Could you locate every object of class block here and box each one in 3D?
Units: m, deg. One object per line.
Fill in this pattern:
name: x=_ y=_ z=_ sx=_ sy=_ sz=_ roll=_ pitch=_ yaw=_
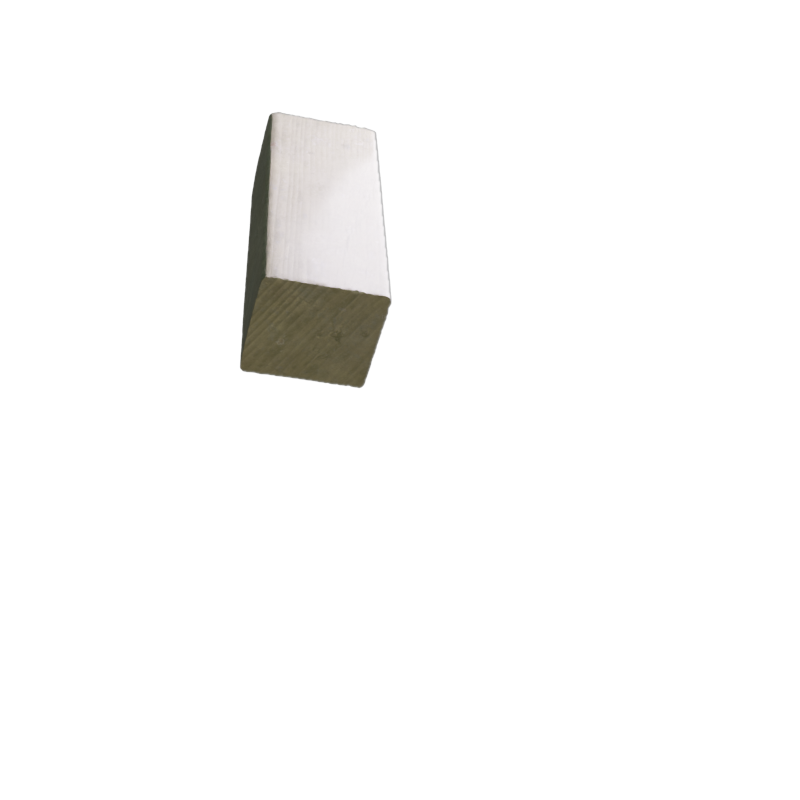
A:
block: x=-0.065 y=-0.119 z=0.832 sx=0.089 sy=0.085 sz=0.221 roll=8 pitch=41 yaw=-11
